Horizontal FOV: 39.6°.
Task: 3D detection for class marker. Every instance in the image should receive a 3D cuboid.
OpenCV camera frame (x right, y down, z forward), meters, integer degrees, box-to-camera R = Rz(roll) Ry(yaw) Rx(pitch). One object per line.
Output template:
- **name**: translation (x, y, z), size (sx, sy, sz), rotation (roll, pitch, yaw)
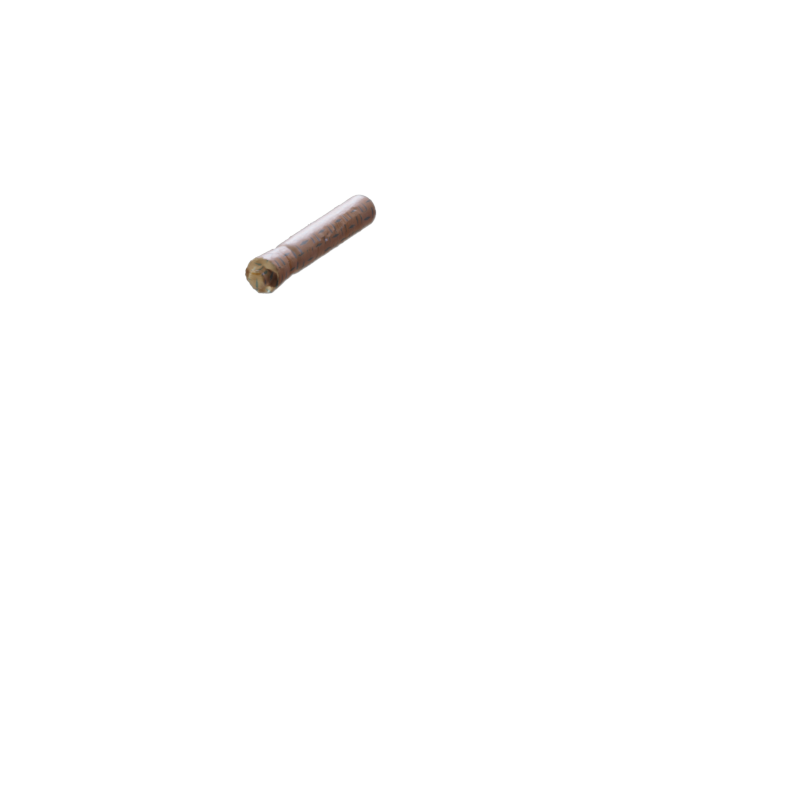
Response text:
- **marker**: translation (-0.045, -0.082, 0.576), size (0.020, 0.019, 0.123), rotation (1, 25, 24)
